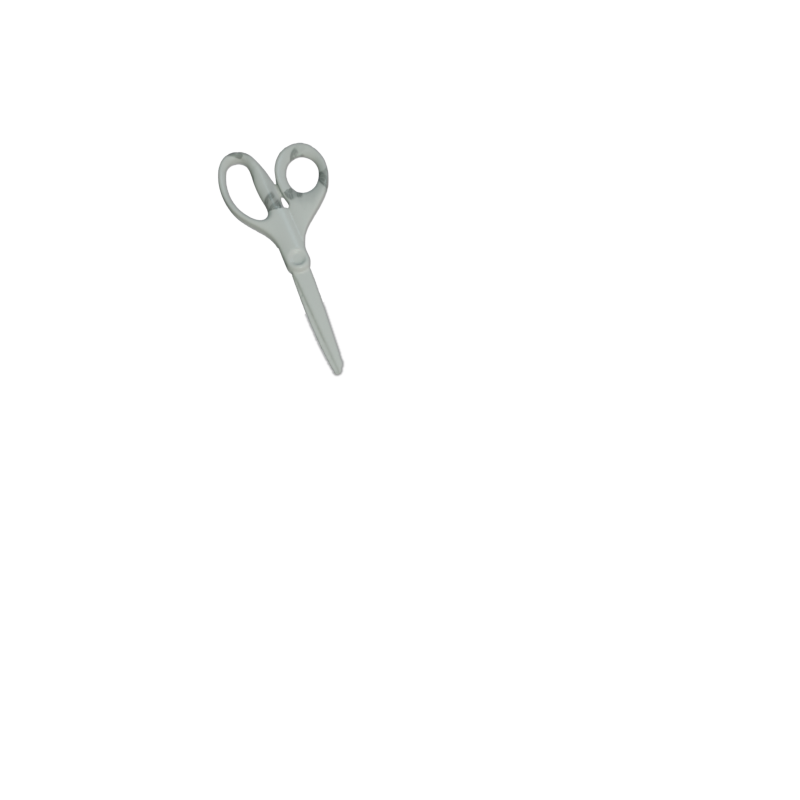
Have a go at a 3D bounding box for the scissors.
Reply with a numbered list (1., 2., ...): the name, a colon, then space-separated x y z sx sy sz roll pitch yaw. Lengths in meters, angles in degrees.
1. scissors: -0.067 -0.123 0.862 0.096 0.212 0.015 -32 -20 -14
